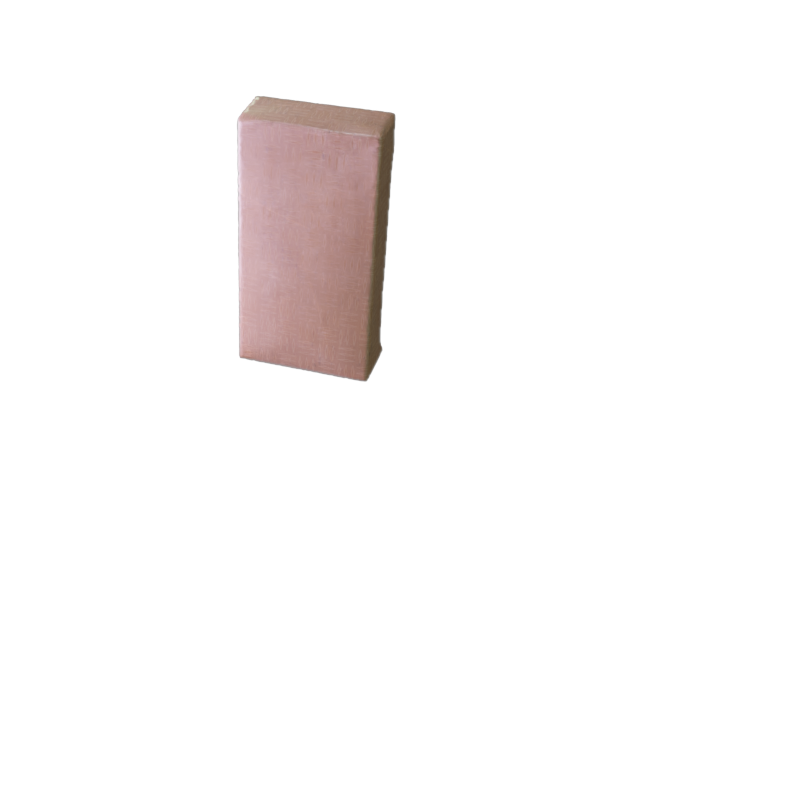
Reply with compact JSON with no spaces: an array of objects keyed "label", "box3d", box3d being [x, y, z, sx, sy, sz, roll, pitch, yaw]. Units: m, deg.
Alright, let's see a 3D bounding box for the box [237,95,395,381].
[{"label":"box","box3d":[-0.056,-0.101,0.710,0.095,0.165,0.050,10,34,12]}]
